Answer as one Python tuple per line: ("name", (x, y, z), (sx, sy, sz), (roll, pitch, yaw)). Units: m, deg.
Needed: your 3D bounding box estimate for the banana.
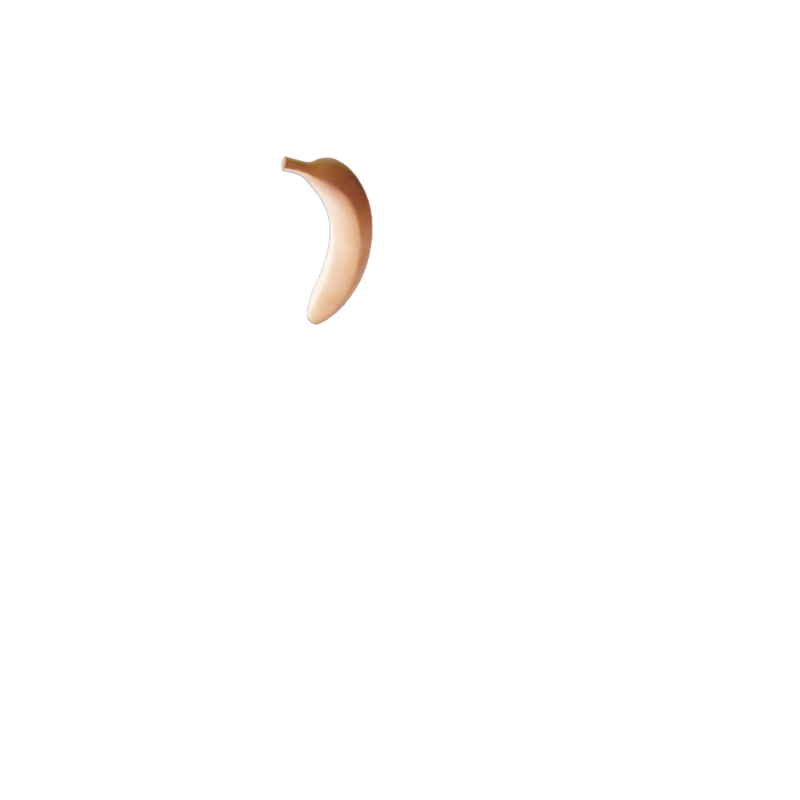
("banana", (-0.058, -0.142, 0.966), (0.070, 0.039, 0.183), (-4, -44, 3))
